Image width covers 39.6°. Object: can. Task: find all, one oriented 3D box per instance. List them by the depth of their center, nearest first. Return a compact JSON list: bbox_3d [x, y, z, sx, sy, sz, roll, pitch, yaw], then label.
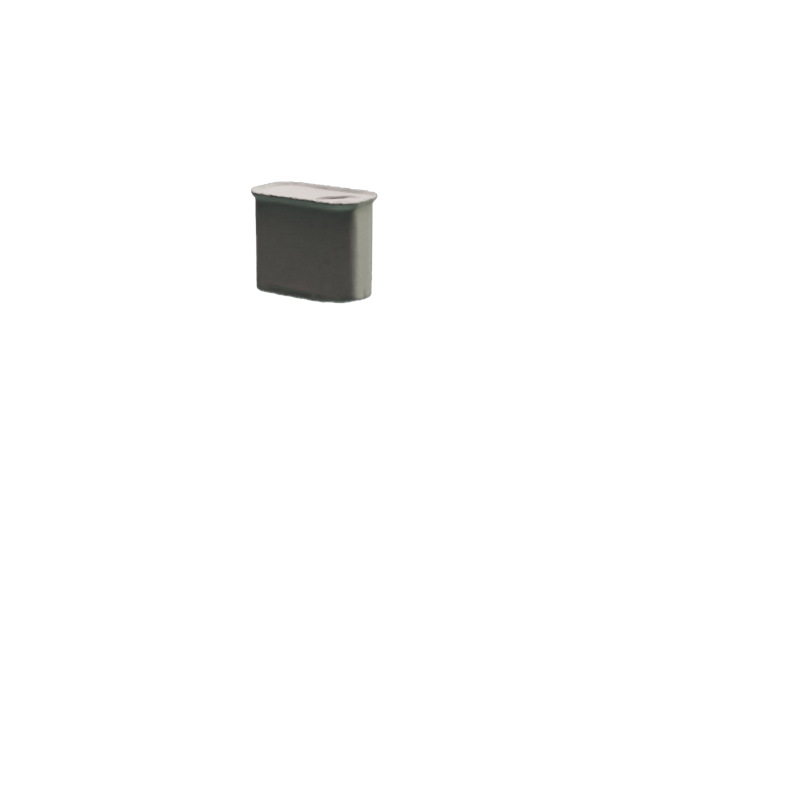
[{"bbox_3d":[-0.070,-0.128,0.896,0.107,0.081,0.057,12,19,31],"label":"can"}]
